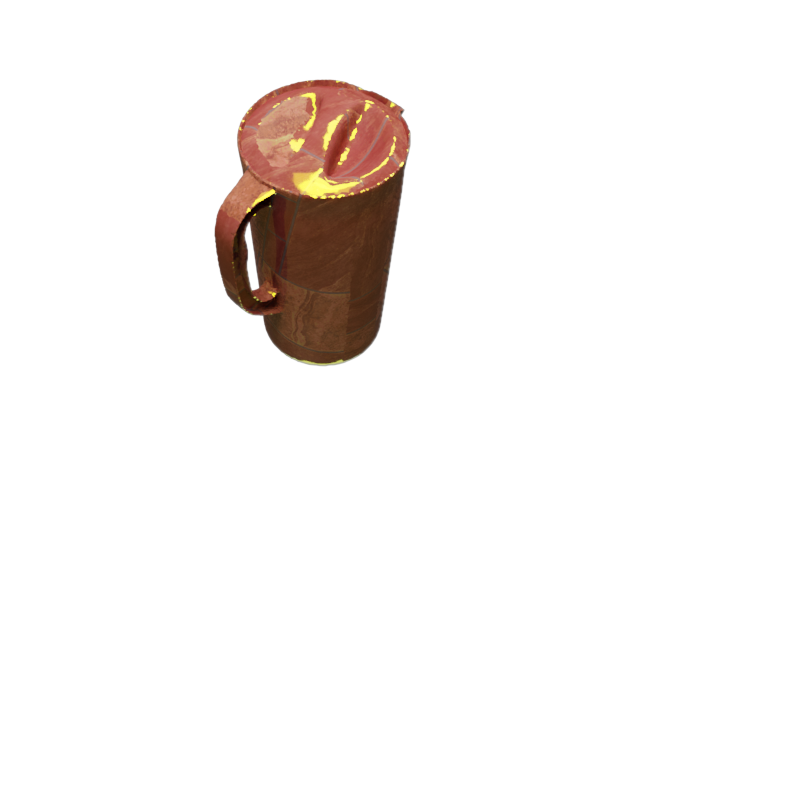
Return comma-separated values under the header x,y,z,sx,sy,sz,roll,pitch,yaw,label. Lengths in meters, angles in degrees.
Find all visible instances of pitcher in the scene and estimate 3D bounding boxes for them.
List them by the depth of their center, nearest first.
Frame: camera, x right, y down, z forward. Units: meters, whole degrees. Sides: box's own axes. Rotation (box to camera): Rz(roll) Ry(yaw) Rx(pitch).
x,y,z,sx,sy,sz,roll,pitch,yaw,label
-0.073,-0.133,0.928,0.149,0.155,0.227,0,-38,-3,pitcher
